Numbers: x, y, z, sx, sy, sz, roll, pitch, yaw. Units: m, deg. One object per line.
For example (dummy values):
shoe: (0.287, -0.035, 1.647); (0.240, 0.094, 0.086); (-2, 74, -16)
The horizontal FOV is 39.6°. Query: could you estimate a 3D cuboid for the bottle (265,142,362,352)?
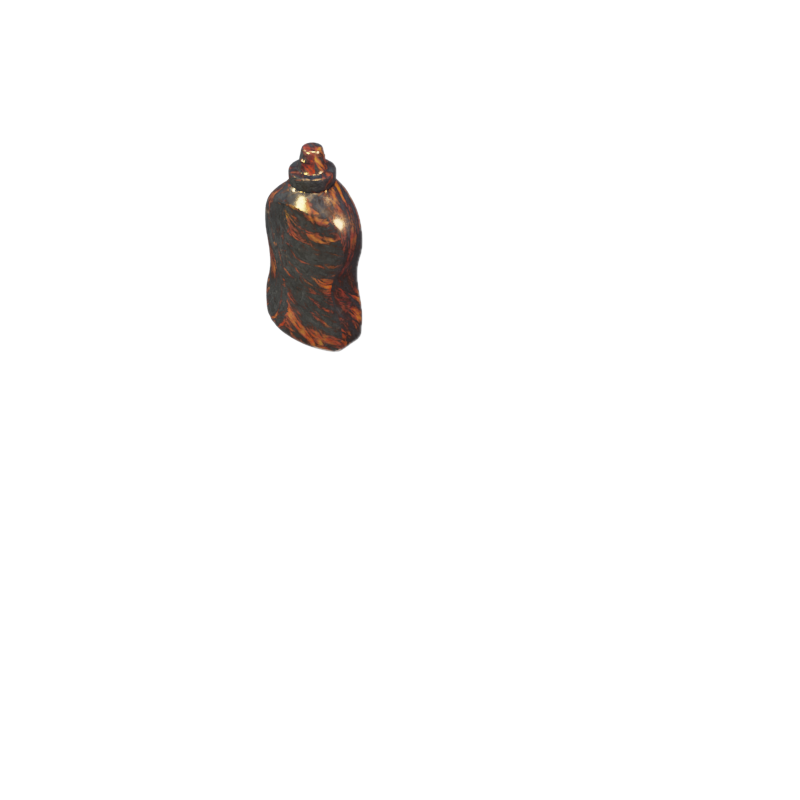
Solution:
bottle: (-0.077, -0.140, 0.980); (0.102, 0.179, 0.058); (31, 45, 32)
